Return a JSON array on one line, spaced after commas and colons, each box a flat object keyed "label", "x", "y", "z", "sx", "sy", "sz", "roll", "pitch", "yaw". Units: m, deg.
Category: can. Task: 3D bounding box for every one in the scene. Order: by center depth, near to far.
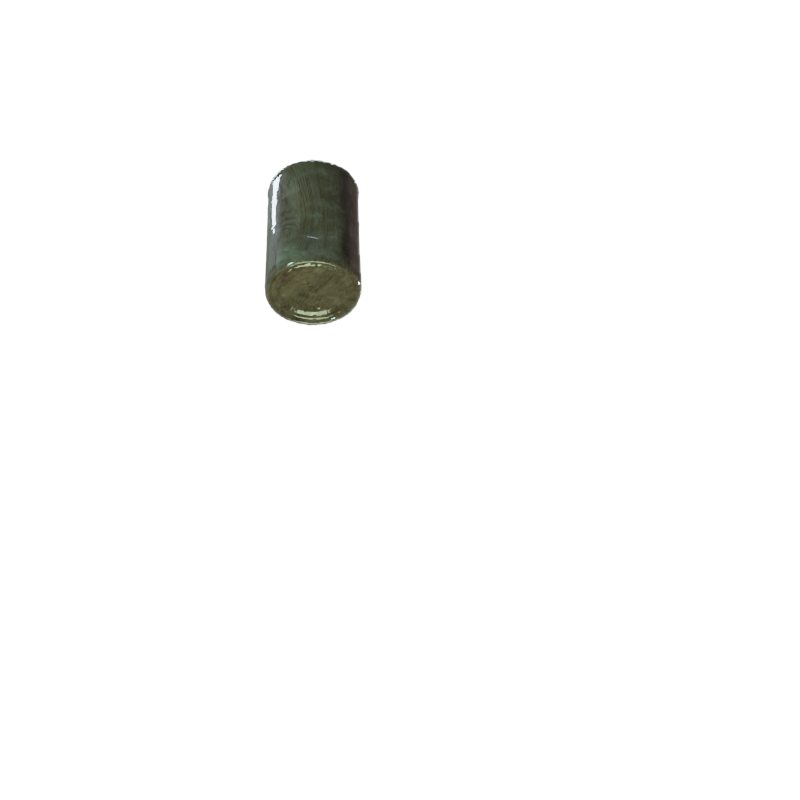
[{"label": "can", "x": -0.062, "y": -0.113, "z": 0.791, "sx": 0.068, "sy": 0.110, "sz": 0.064, "roll": -1, "pitch": -41, "yaw": -3}]
